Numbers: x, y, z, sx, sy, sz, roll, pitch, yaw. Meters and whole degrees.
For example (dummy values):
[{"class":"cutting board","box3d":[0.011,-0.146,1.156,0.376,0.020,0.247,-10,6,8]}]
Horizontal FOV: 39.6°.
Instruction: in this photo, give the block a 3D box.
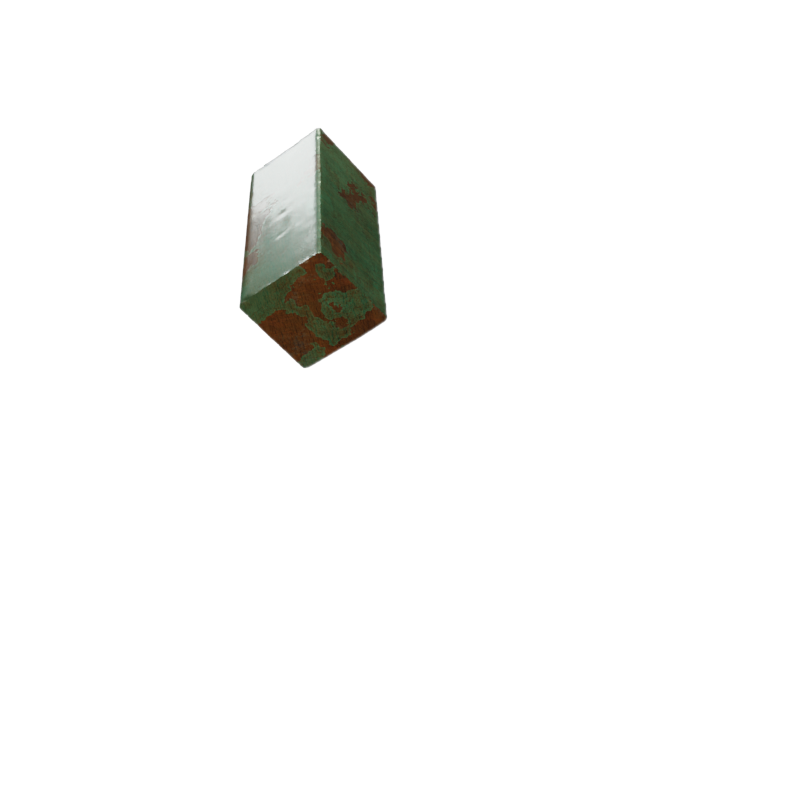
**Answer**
[{"class":"block","box3d":[-0.078,-0.141,0.989,0.090,0.221,0.085,-32,-56,21]}]
